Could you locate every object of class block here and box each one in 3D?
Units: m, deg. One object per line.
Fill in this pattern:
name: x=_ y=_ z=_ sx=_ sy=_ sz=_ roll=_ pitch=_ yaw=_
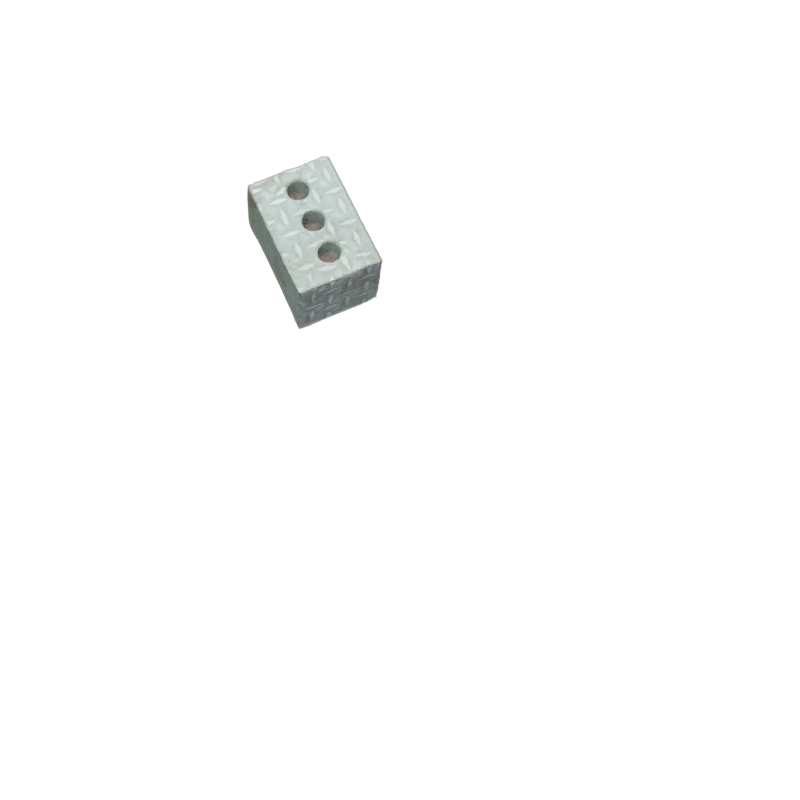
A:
block: x=-0.050 y=-0.092 z=0.642 sx=0.052 sy=0.083 sz=0.048 roll=-22 pitch=-23 yaw=-12
